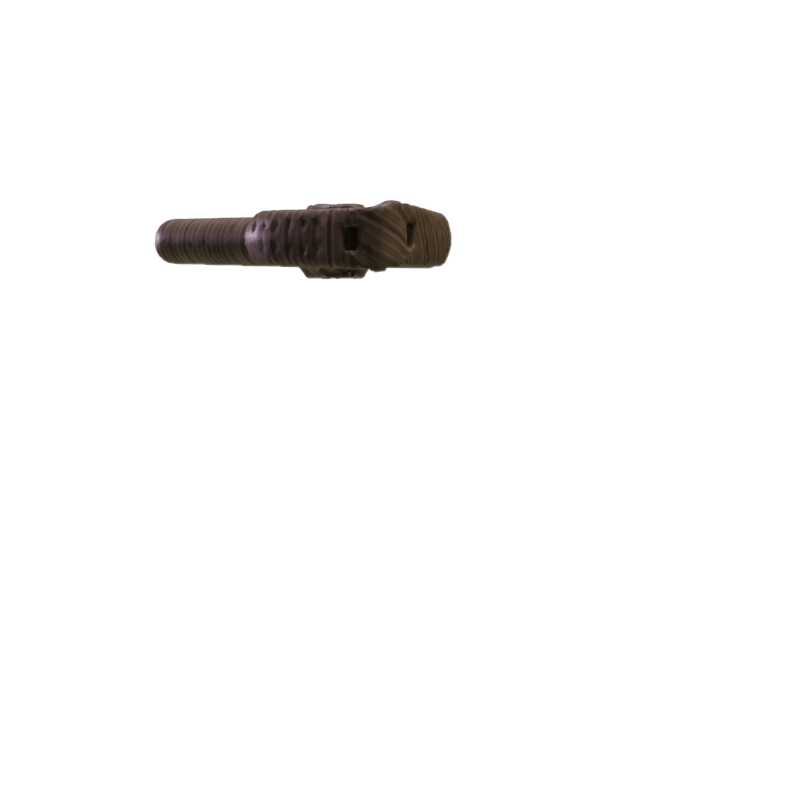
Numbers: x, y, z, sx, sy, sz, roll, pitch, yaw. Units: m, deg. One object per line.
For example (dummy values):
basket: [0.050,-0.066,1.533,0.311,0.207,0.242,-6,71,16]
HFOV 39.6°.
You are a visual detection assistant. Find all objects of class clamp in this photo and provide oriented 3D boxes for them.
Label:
clamp: [-0.042,-0.077,0.542,0.163,0.036,0.213,-1,7,-7]
